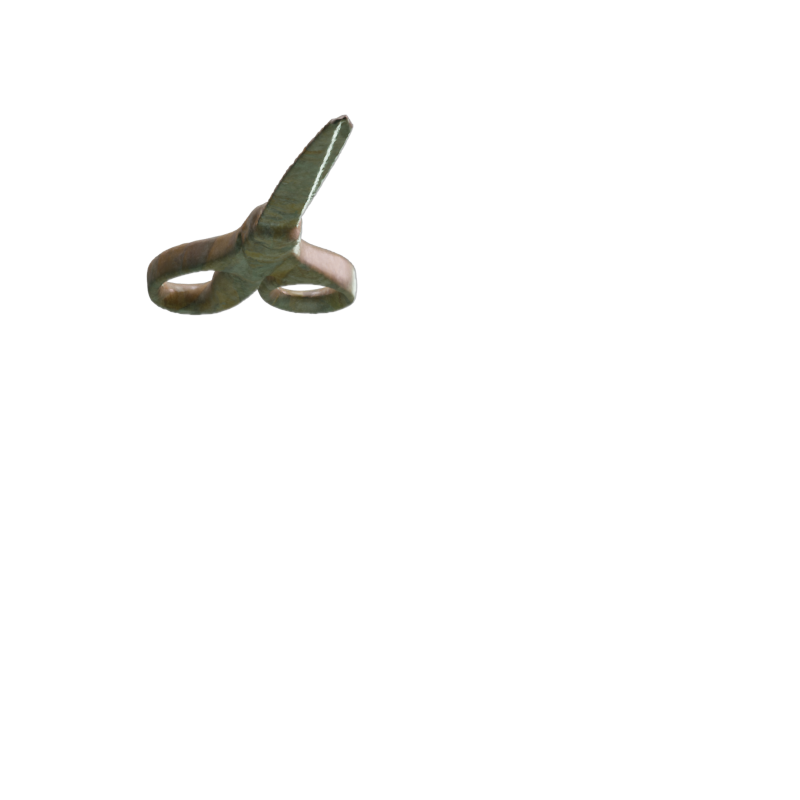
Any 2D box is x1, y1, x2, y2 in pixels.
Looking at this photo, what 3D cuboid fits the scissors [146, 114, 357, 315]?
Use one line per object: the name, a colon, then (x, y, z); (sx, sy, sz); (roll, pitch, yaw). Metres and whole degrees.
scissors: (-0.032, -0.058, 0.410); (0.092, 0.016, 0.203); (6, -12, -31)
